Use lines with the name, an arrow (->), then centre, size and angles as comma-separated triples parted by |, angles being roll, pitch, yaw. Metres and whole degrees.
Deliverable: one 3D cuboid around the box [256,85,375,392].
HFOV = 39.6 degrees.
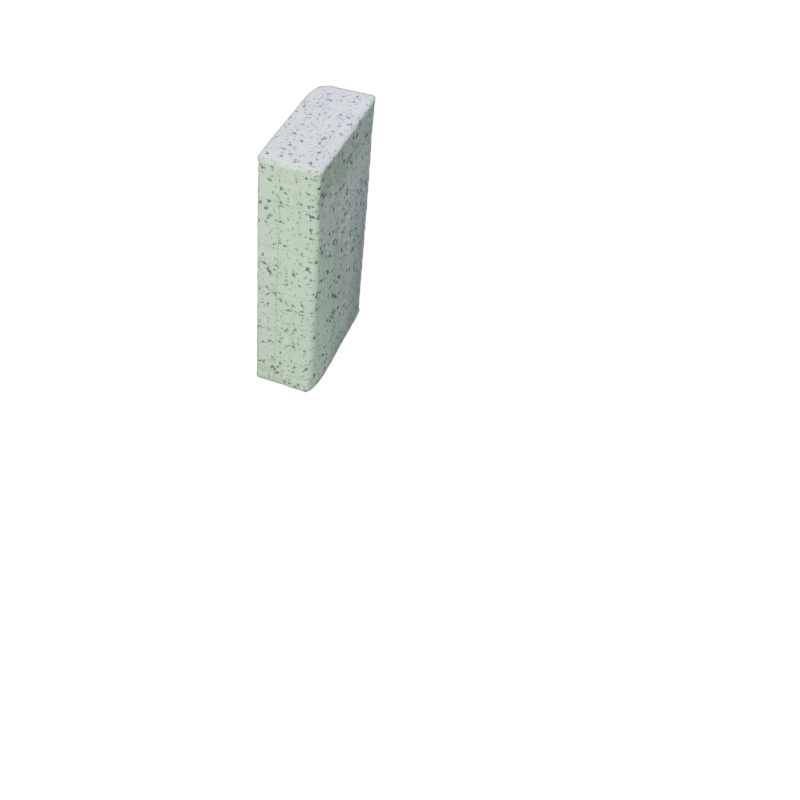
box -> -0.055, -0.100, 0.696 | 0.049, 0.164, 0.097 | 14, 42, 13
